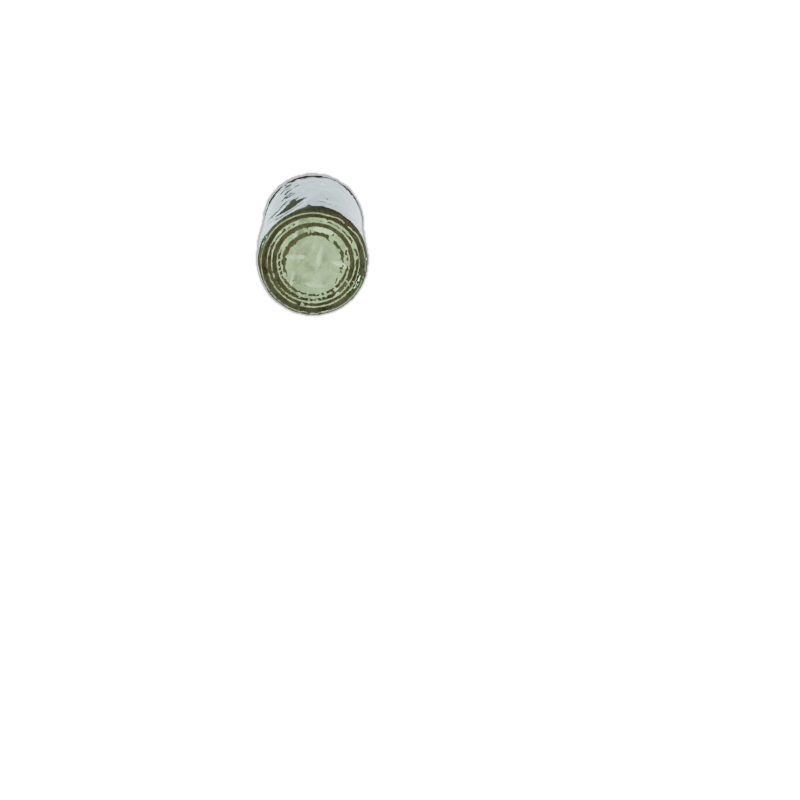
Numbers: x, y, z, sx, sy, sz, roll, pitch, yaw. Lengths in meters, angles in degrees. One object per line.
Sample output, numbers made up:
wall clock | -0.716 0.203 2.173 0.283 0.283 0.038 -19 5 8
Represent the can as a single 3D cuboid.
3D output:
can | -0.055 -0.101 0.706 0.068 0.066 0.107 0 20 -3
